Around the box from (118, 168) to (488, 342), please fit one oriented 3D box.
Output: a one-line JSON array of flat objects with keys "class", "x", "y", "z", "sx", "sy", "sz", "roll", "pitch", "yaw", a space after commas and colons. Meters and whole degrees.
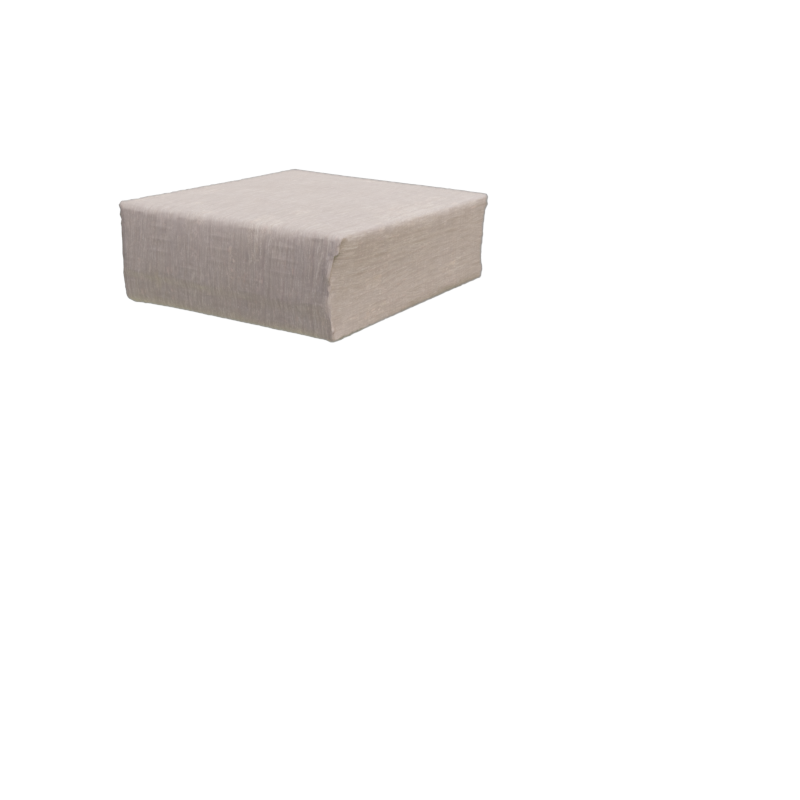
[{"class": "box", "x": -0.032, "y": -0.058, "z": 0.403, "sx": 0.094, "sy": 0.037, "sz": 0.113, "roll": 11, "pitch": 23, "yaw": 28}]
